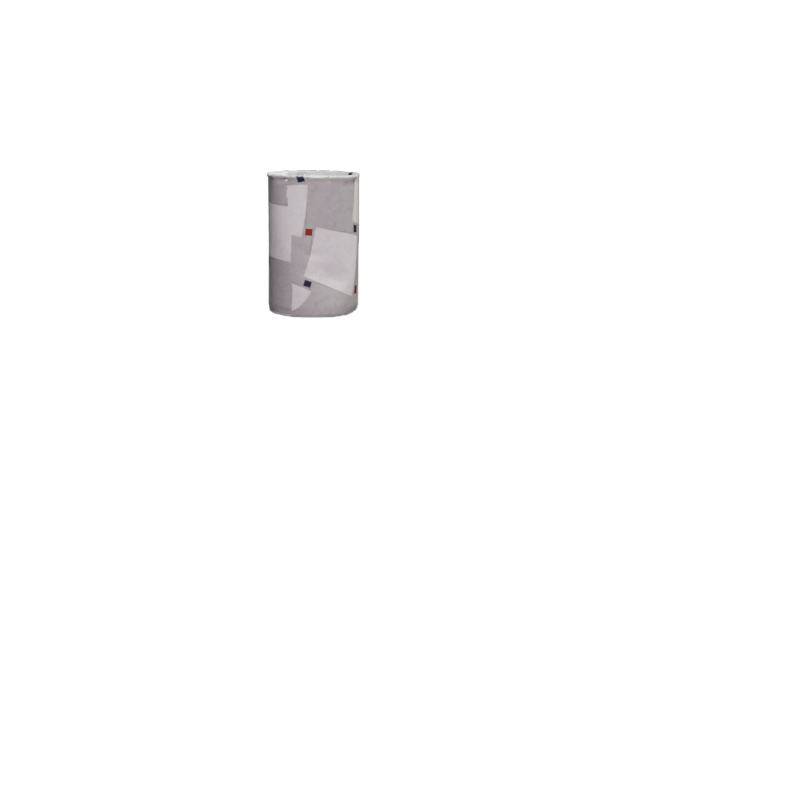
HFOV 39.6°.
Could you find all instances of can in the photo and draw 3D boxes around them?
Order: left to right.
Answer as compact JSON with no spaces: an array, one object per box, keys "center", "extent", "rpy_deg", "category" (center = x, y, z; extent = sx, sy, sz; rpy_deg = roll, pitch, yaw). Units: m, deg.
[{"center":[-0.064,-0.117,0.816],"extent":[0.068,0.100,0.070],"rpy_deg":[0,10,-2],"category":"can"}]
